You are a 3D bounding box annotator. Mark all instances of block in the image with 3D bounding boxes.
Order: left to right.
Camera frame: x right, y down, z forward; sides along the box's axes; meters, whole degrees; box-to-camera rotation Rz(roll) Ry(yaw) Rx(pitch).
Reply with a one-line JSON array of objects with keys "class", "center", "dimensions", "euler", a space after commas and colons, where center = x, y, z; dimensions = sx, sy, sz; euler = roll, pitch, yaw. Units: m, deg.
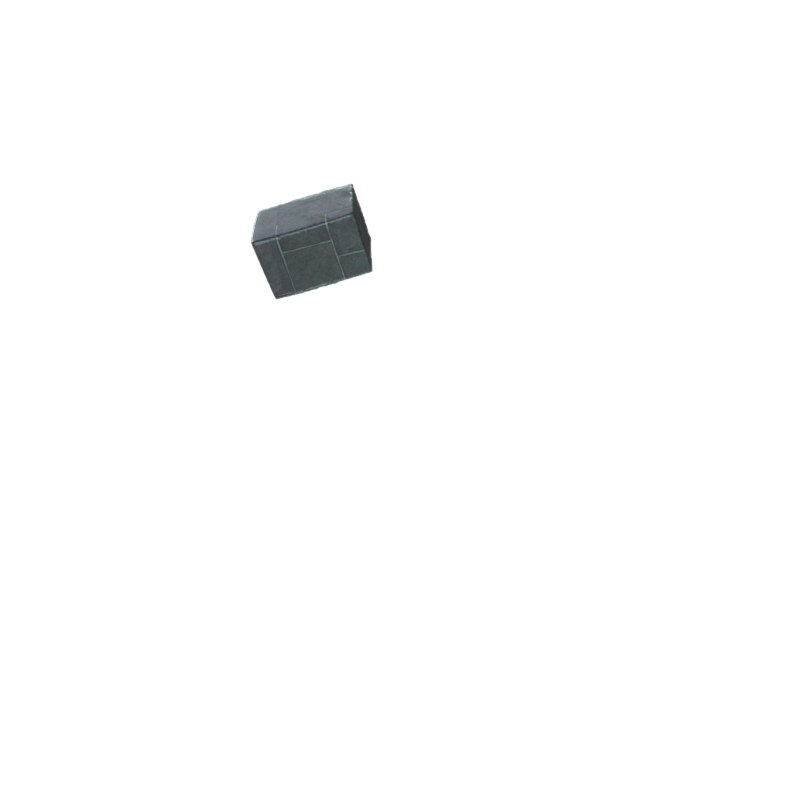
[{"class": "block", "center": [-0.064, -0.117, 0.818], "dimensions": [0.078, 0.049, 0.054], "euler": [-15, 31, 7]}]
